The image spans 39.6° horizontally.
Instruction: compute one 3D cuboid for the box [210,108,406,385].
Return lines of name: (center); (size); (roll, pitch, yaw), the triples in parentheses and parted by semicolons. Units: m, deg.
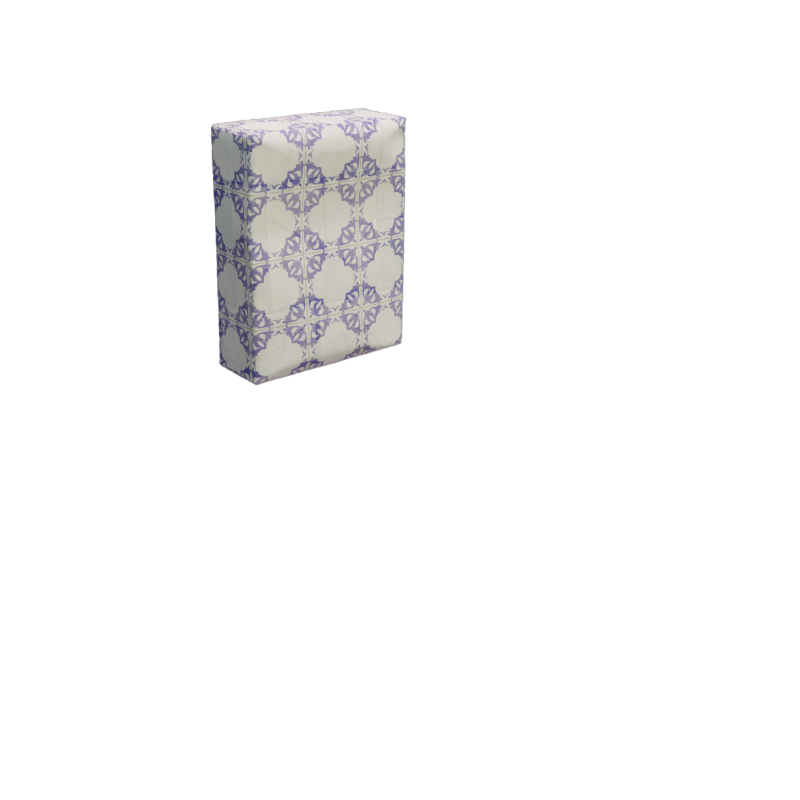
box: (-0.075, -0.137, 0.960); (0.160, 0.206, 0.076); (-13, 22, -36)
